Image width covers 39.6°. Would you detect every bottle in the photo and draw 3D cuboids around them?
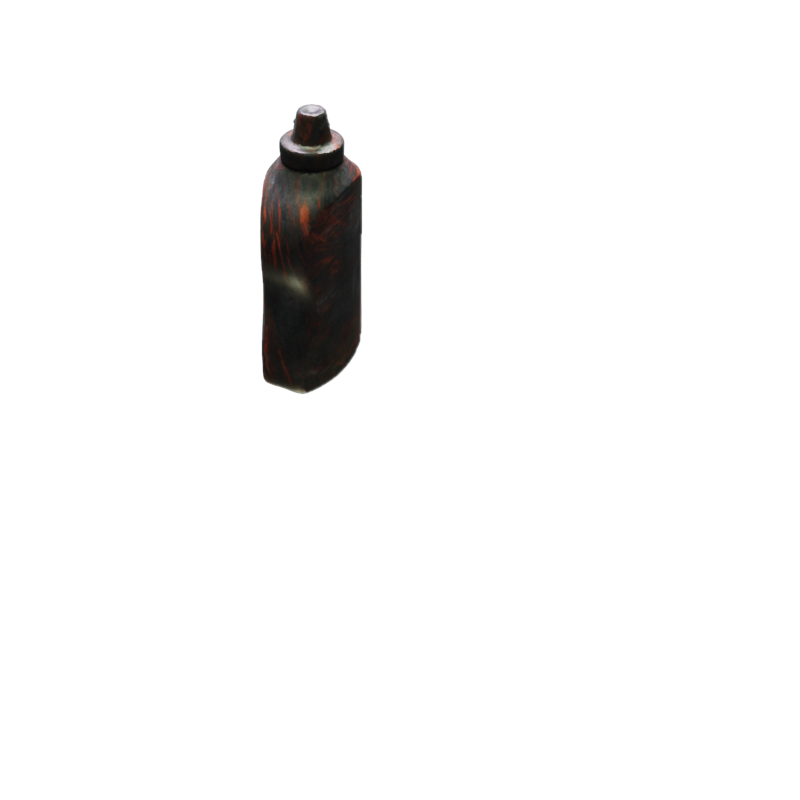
[{"bbox_3d":[-0.058,-0.105,0.734,0.061,0.179,0.098,17,38,19],"label":"bottle"}]
